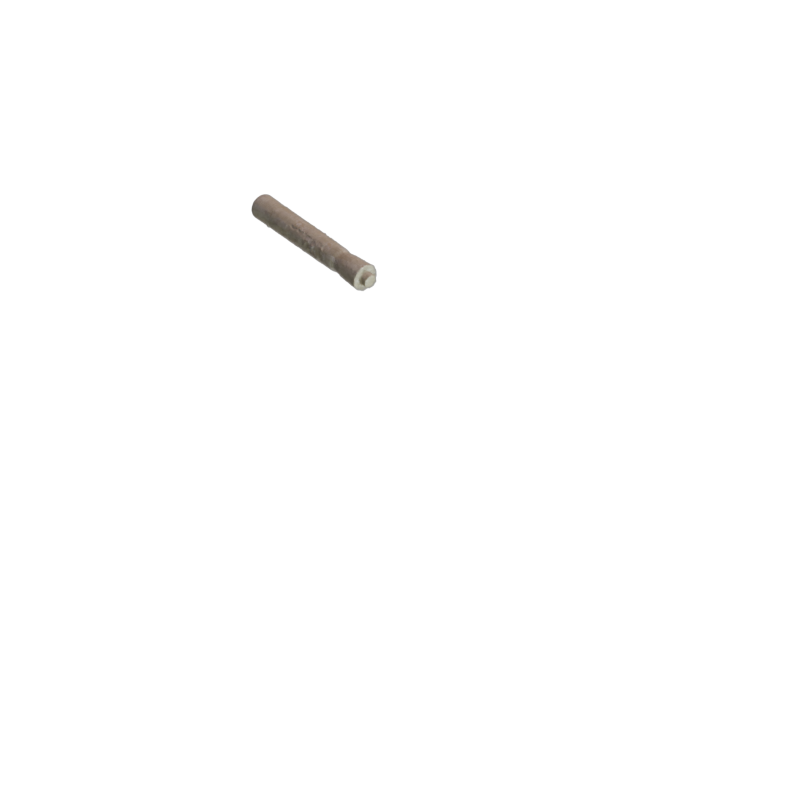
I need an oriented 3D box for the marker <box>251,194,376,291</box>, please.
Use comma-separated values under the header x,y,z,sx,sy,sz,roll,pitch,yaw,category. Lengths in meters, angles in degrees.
x,y,z,sx,sy,sz,roll,pitch,yaw,category
-0.058,-0.105,0.737,0.019,0.019,0.130,-3,31,-42,marker
